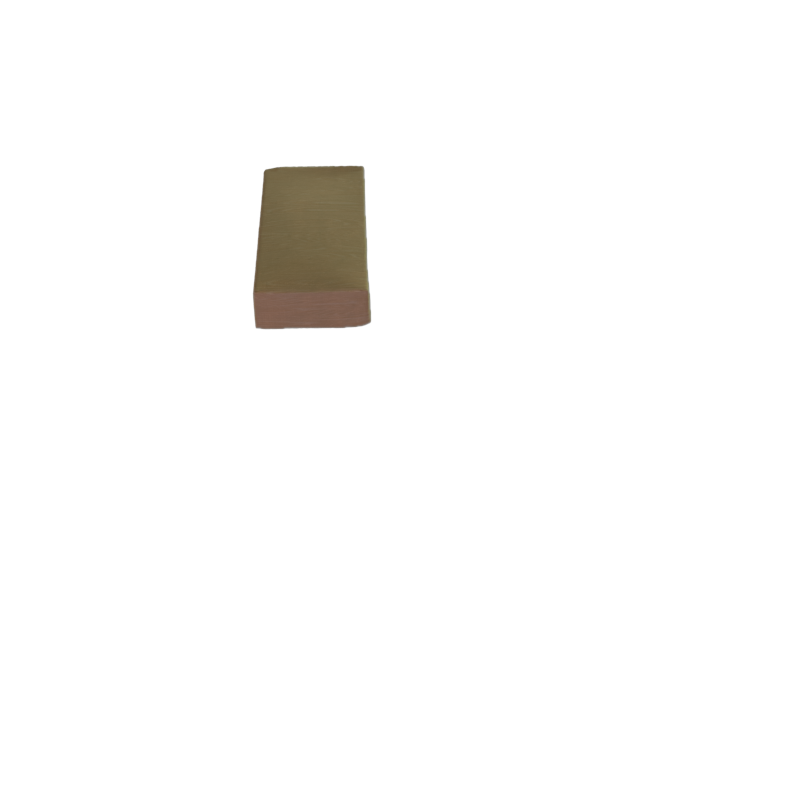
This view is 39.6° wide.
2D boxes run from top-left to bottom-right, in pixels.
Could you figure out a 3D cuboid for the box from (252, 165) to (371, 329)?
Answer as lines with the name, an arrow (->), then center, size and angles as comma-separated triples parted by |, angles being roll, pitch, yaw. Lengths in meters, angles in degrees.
box -> -0.073, -0.134, 0.935 | 0.093, 0.045, 0.189 | -2, 44, -1
